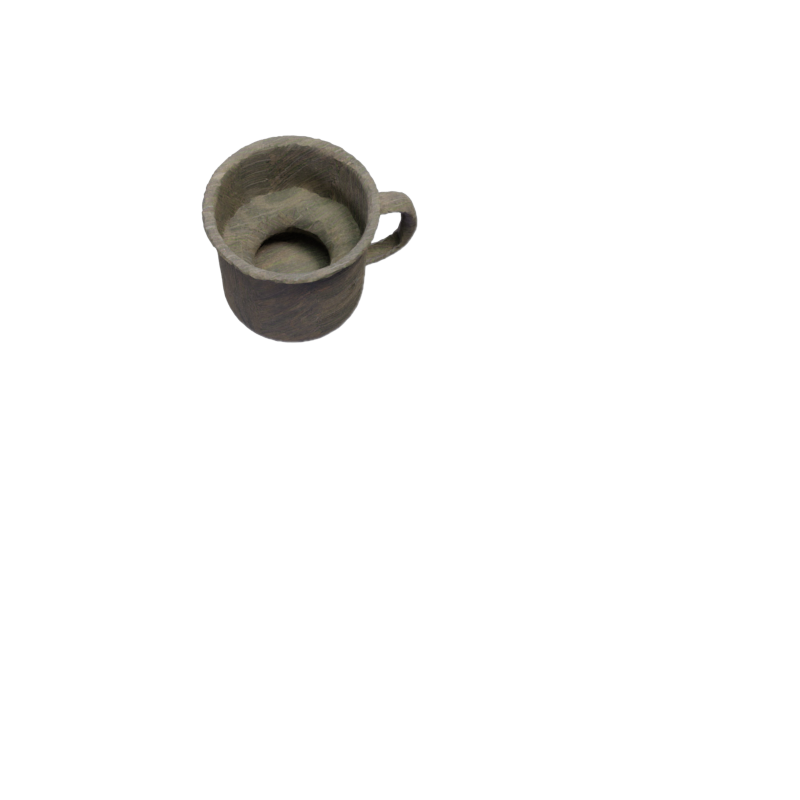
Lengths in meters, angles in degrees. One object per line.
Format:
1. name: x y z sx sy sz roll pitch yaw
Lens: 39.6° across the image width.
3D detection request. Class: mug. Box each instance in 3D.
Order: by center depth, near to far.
1. mug: -0.048 -0.087 0.610 0.116 0.100 0.077 -15 -28 -10
